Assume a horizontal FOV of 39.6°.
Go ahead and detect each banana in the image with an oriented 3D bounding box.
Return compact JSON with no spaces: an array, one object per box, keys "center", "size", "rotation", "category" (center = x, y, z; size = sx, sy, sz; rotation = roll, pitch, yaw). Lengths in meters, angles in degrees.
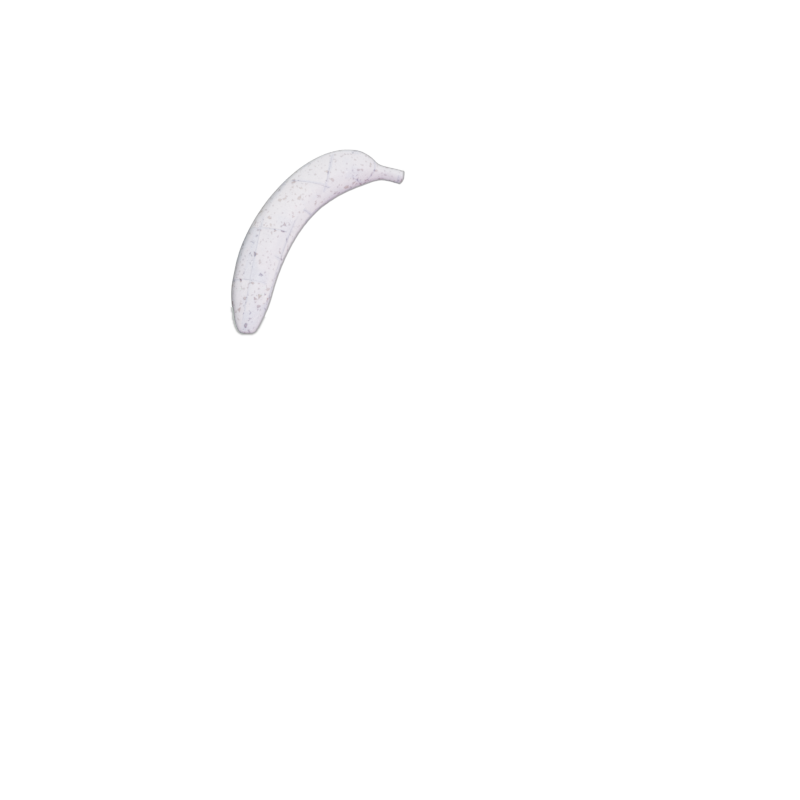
[{"center":[-0.082,-0.142,0.900],"size":[0.072,0.201,0.035],"rotation":[38,-18,13],"category":"banana"}]
